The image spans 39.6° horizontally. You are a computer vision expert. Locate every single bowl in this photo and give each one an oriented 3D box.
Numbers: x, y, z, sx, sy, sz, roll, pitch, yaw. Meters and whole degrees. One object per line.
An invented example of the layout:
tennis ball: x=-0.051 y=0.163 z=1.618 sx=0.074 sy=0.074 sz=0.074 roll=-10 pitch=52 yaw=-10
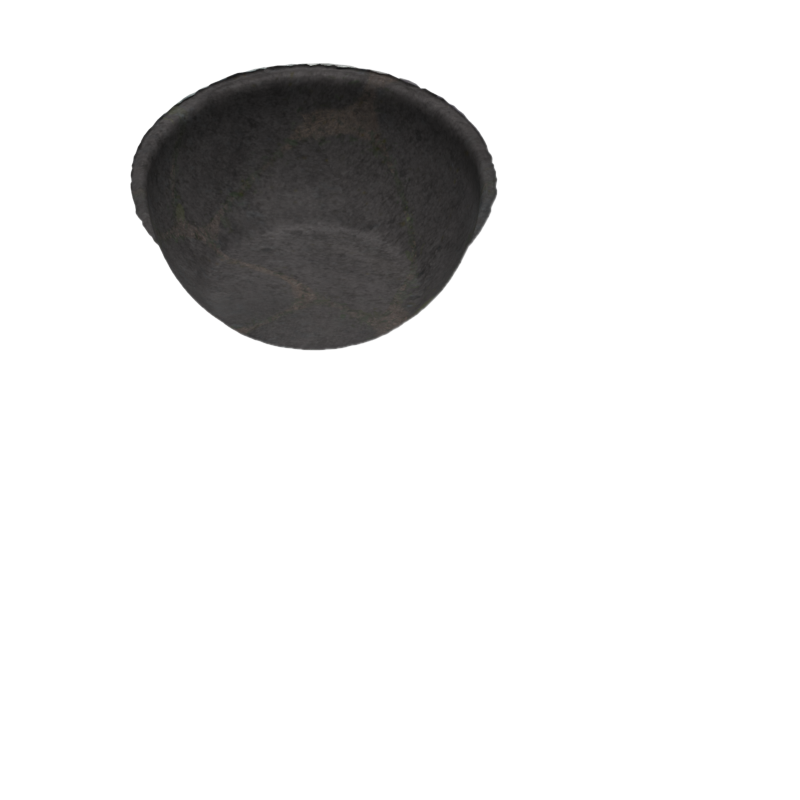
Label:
bowl: x=-0.037 y=-0.068 z=0.478 sx=0.162 sy=0.059 sz=0.152 roll=1 pitch=-32 yaw=-2
